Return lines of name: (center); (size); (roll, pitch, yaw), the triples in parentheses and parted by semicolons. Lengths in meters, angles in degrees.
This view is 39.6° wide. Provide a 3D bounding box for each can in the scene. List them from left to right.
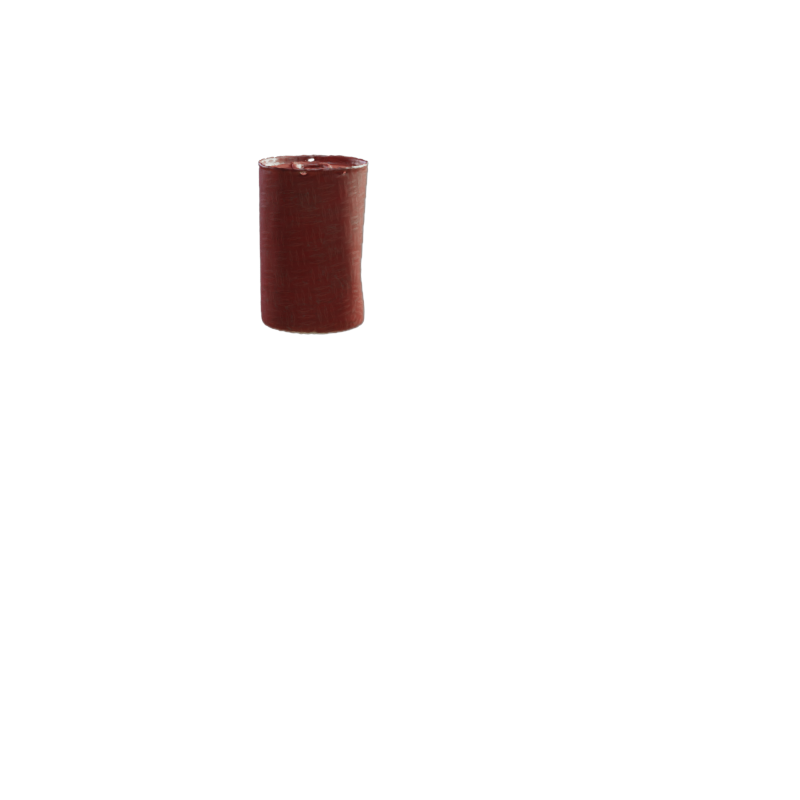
can: (-0.054, -0.099, 0.692); (0.068, 0.099, 0.071); (0, 14, -2)
